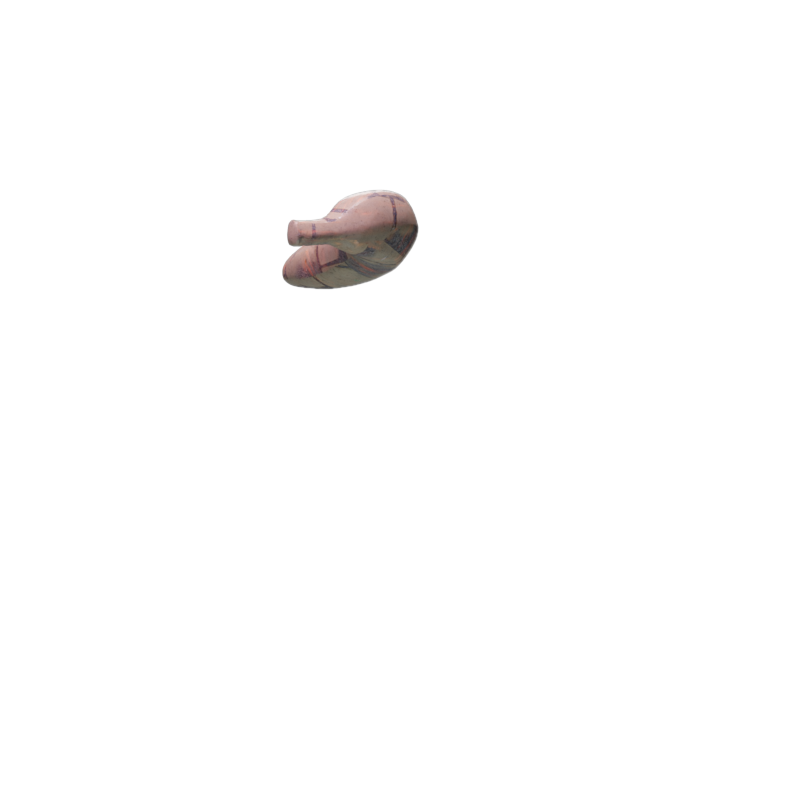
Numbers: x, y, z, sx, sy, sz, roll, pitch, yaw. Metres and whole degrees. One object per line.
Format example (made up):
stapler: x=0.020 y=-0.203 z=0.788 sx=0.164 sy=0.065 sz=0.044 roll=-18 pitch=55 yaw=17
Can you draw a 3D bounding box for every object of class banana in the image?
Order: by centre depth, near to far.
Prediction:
banana: x=-0.028 y=-0.086 z=0.597 sx=0.069 sy=0.037 sz=0.196 roll=0 pitch=-2 yaw=-6
